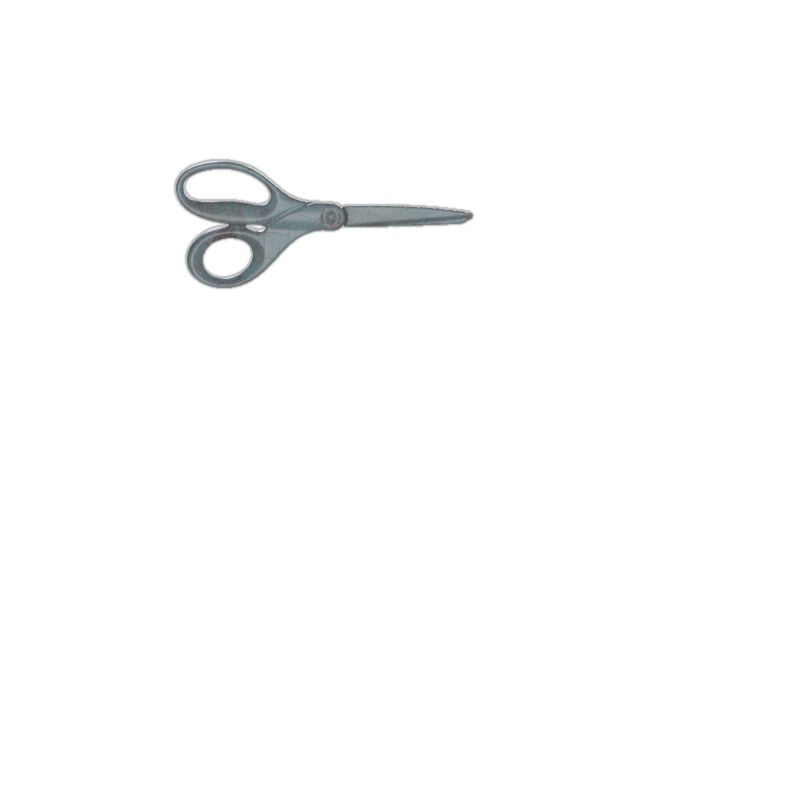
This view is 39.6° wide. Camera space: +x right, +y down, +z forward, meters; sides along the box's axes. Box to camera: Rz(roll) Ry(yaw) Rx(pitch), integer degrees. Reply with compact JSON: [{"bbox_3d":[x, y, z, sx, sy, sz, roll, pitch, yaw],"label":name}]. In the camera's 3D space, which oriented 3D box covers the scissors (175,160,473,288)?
[{"bbox_3d":[-0.059,-0.108,0.759,0.201,0.095,0.016,15,6,-2],"label":"scissors"}]
